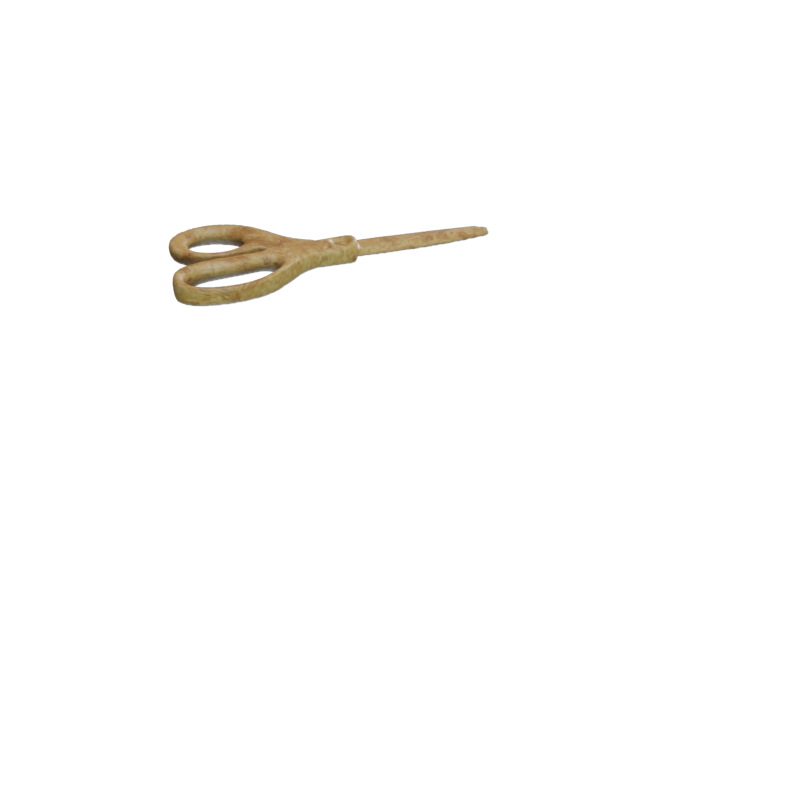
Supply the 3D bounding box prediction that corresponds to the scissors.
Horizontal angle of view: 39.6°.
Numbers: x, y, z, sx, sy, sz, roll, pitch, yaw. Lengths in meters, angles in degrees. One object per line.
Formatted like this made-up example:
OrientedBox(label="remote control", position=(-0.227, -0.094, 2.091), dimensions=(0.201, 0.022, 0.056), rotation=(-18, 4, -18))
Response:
OrientedBox(label="scissors", position=(-0.053, -0.097, 0.682), dimensions=(0.199, 0.015, 0.103), rotation=(-20, 36, -29))
